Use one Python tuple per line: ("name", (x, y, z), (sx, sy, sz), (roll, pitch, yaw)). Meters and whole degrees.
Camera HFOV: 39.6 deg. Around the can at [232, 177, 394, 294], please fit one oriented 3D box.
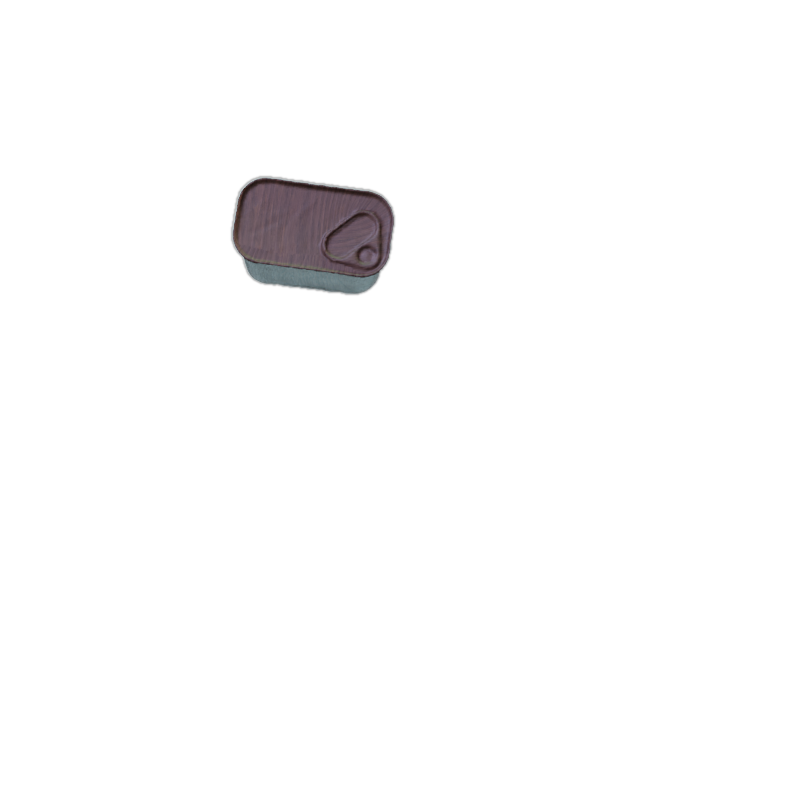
("can", (-0.058, -0.107, 0.746), (0.102, 0.059, 0.082), (8, -9, 0))
